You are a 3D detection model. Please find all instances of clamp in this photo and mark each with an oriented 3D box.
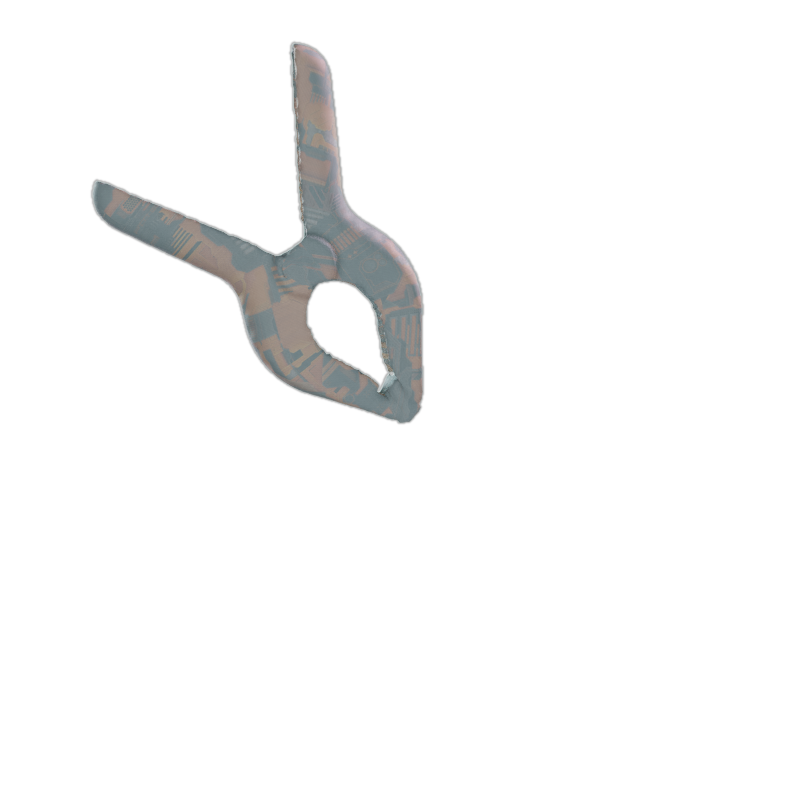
[{"bbox_3d":[-0.039,-0.070,0.492,0.120,0.170,0.040,-44,3,3],"label":"clamp"}]
